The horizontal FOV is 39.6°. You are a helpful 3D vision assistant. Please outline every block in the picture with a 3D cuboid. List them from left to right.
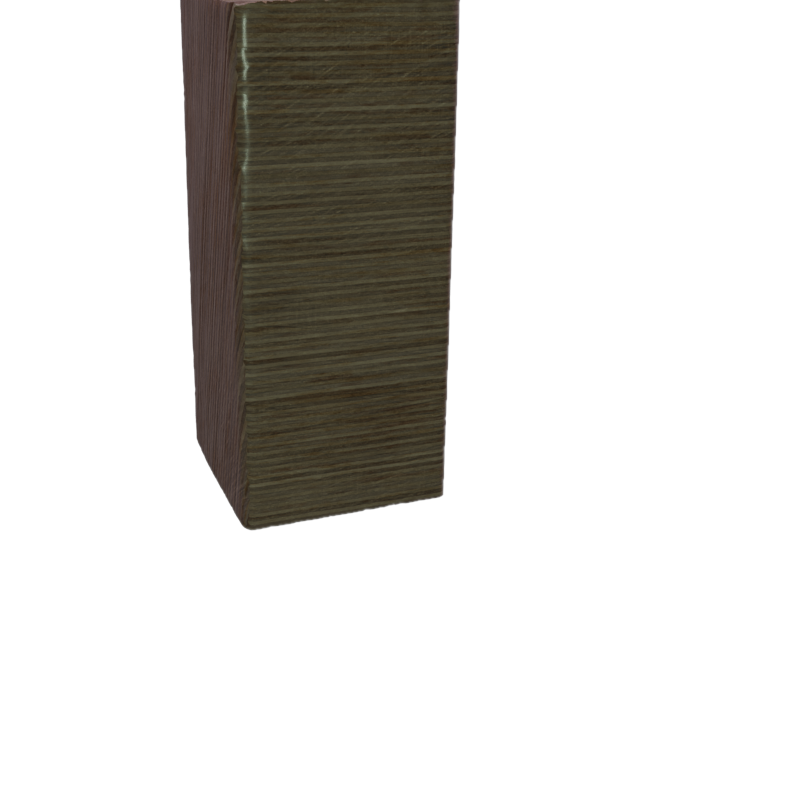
[{"bbox_3d":[-0.036,-0.065,0.459,0.089,0.198,0.096,-6,20,-20],"label":"block"}]
